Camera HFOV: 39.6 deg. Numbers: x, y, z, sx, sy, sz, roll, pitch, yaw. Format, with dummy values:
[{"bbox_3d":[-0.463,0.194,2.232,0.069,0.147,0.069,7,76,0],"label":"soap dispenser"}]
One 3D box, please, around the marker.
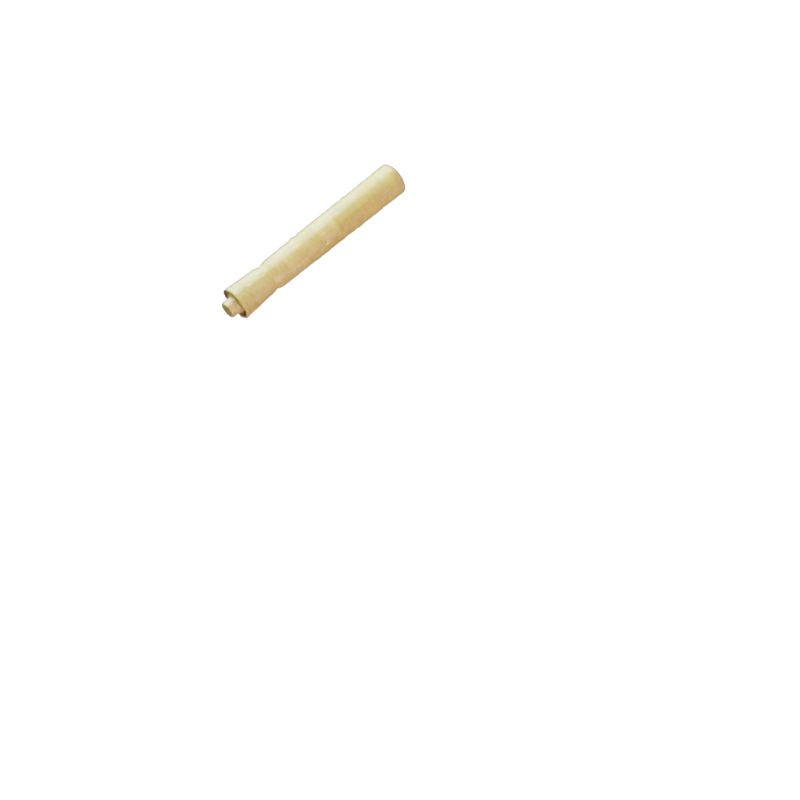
[{"bbox_3d":[-0.046,-0.084,0.588,0.122,0.019,0.020,-42,21,-20],"label":"marker"}]
